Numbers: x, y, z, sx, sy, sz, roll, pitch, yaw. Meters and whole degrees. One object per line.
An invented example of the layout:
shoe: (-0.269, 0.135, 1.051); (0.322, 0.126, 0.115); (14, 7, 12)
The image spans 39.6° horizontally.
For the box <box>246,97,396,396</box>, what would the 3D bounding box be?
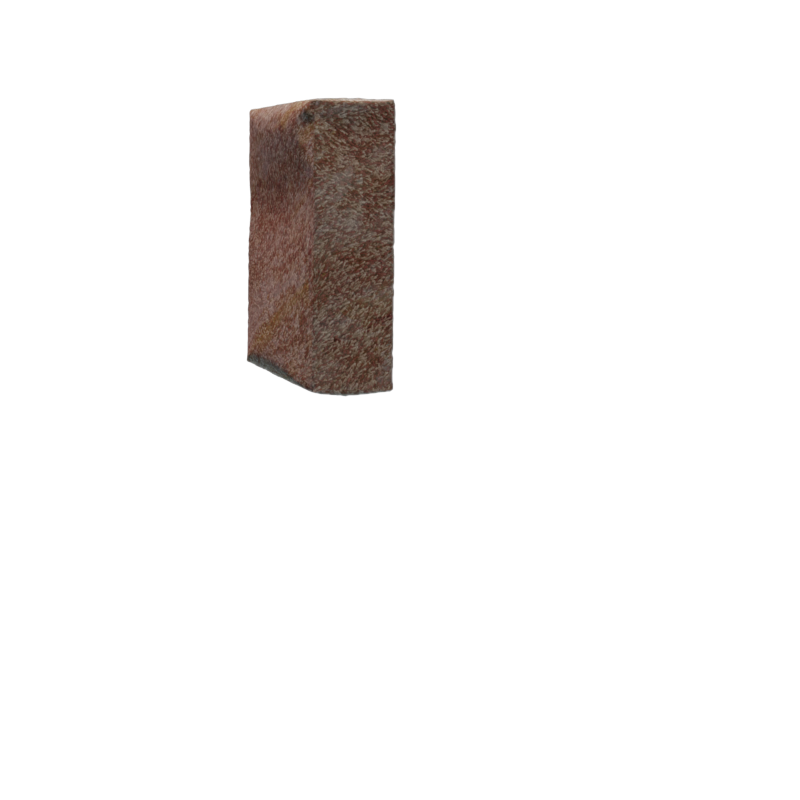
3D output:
box: (-0.067, -0.123, 0.860); (0.070, 0.211, 0.171); (-2, 7, -23)
